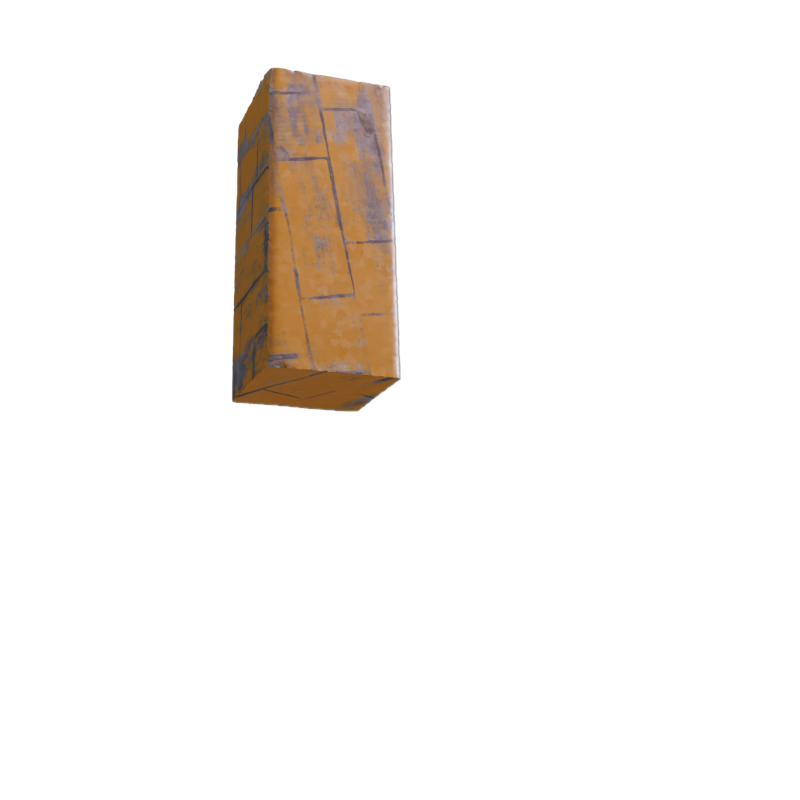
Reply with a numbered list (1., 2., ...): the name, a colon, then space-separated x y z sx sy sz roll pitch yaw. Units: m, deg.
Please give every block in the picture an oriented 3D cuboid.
1. block: -0.059 -0.106 0.743 0.088 0.217 0.089 6 -22 -18
